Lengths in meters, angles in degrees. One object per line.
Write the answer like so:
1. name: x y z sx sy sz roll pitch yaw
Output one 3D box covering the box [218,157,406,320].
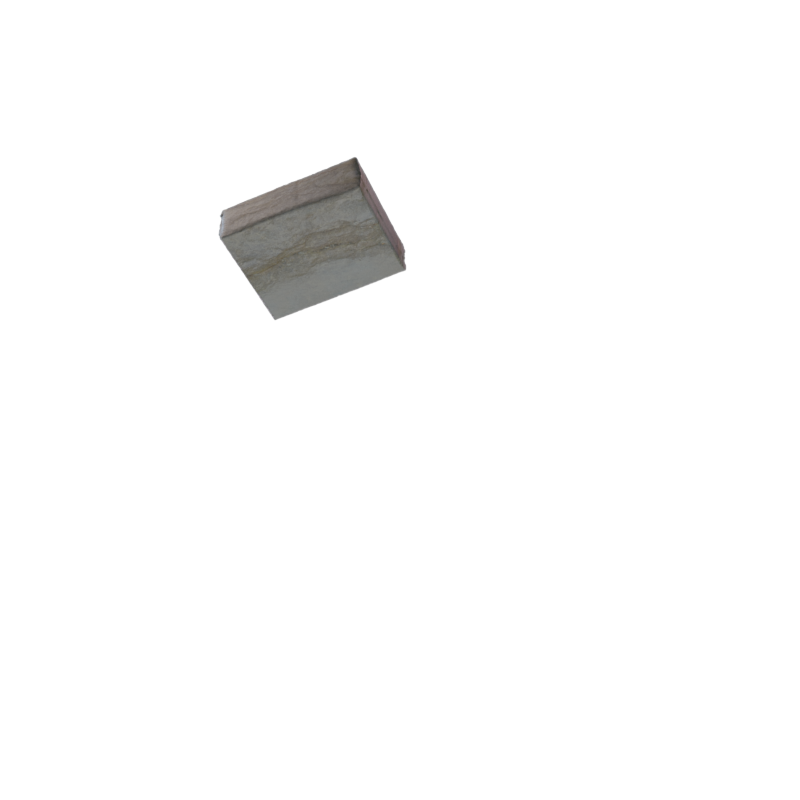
1. box: -0.064 -0.117 0.816 0.114 0.042 0.083 -18 -49 15
